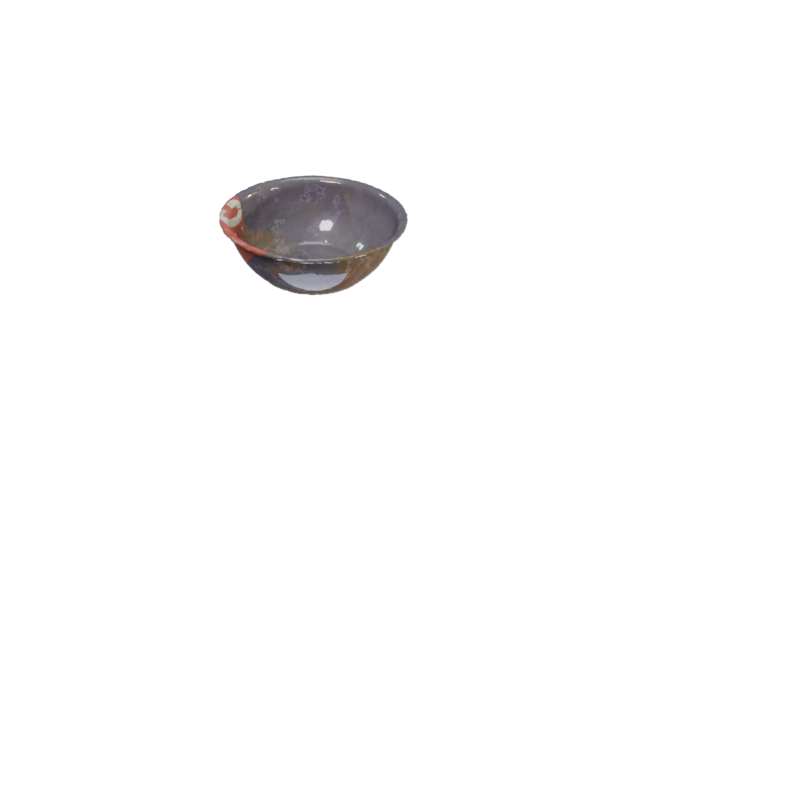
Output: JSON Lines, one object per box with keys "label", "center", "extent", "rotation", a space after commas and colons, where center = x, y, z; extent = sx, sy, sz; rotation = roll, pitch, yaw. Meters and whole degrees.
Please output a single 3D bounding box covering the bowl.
{"label": "bowl", "center": [-0.075, -0.138, 0.963], "extent": [0.162, 0.052, 0.173], "rotation": [-1, 34, -2]}
